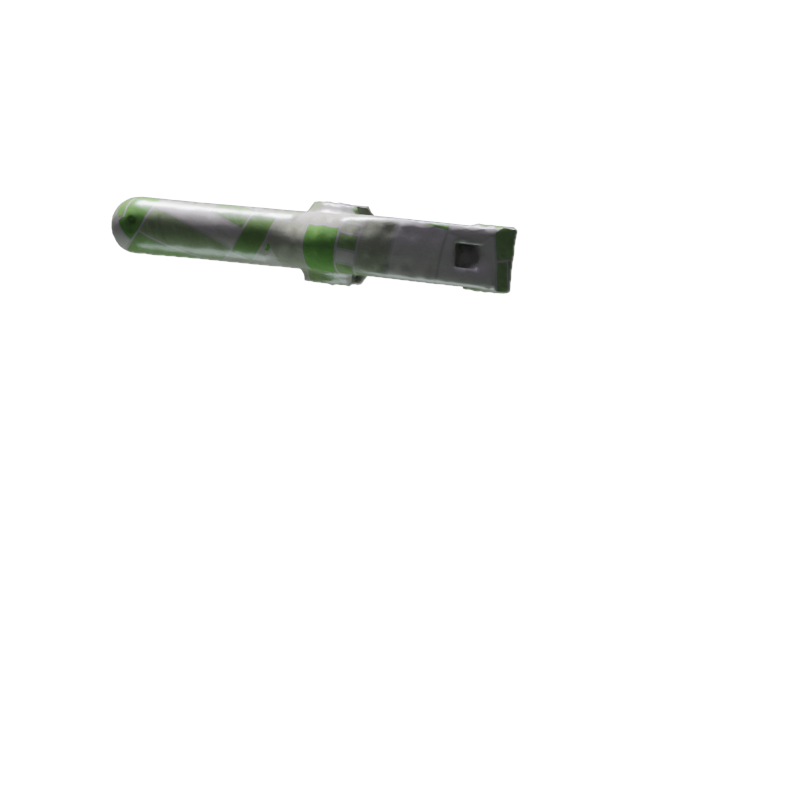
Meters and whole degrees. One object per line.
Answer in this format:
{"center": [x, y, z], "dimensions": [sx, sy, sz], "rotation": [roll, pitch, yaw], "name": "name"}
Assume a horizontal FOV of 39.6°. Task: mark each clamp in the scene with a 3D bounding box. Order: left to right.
{"center": [-0.038, -0.069, 0.485], "dimensions": [0.179, 0.039, 0.117], "rotation": [8, 12, 37], "name": "clamp"}
